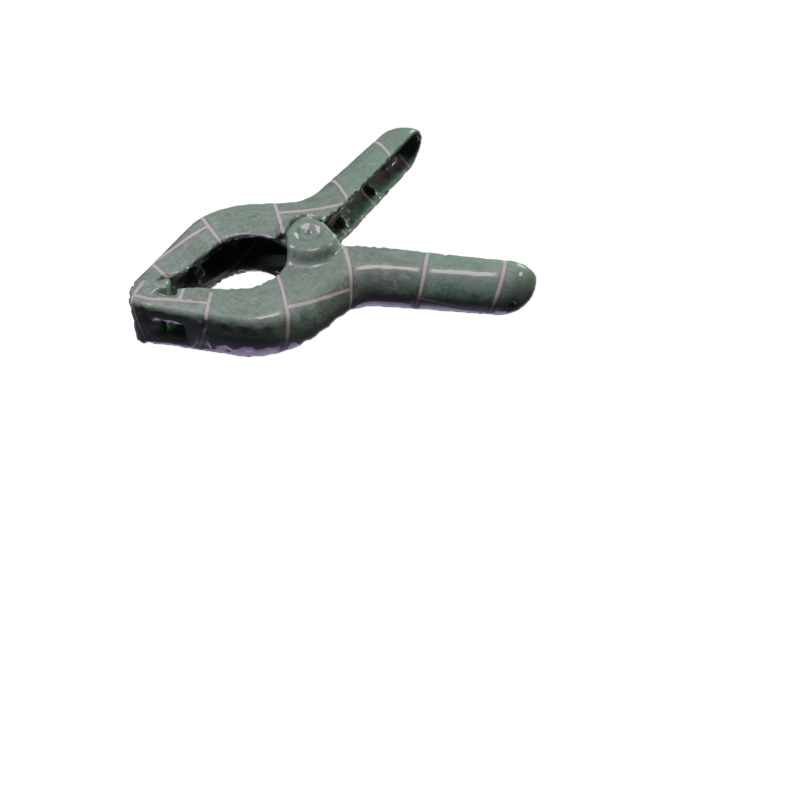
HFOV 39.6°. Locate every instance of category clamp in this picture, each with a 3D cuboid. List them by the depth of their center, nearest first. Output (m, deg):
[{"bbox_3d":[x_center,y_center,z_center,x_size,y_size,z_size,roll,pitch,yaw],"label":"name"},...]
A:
[{"bbox_3d":[-0.039,-0.071,0.498,0.169,0.037,0.130,-11,44,-12],"label":"clamp"}]
